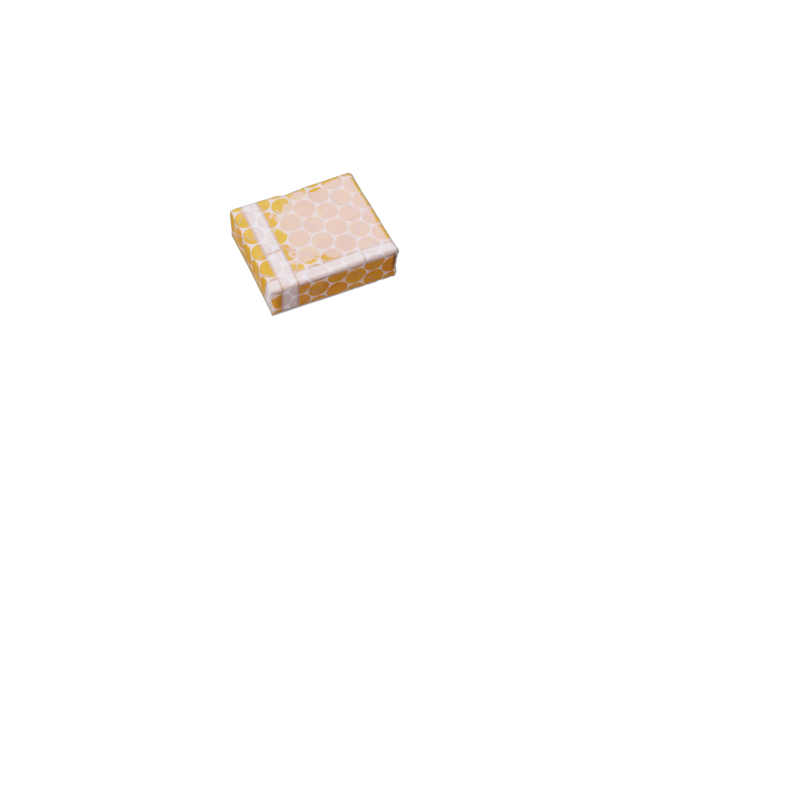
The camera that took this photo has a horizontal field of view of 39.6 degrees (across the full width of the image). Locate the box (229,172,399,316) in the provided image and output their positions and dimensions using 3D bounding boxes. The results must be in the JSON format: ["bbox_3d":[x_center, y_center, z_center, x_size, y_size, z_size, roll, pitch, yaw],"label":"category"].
[{"bbox_3d":[-0.056,-0.102,0.713,0.089,0.079,0.028,-20,-34,-14],"label":"box"}]
